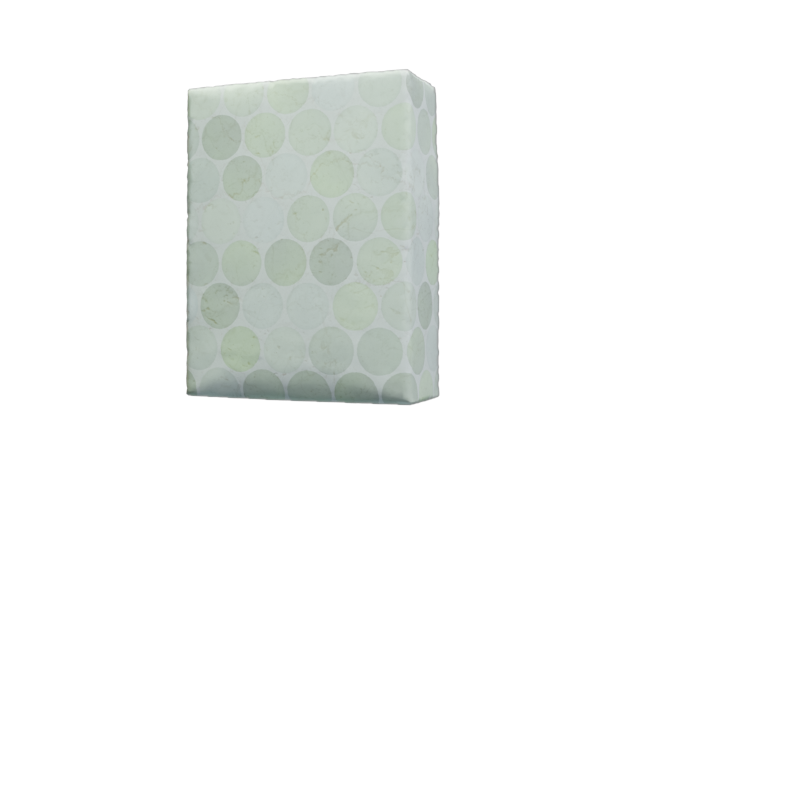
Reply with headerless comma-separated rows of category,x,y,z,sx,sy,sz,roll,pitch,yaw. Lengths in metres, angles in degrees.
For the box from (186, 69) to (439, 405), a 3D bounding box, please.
box,-0.059,-0.108,0.756,0.168,0.215,0.069,0,-2,22
